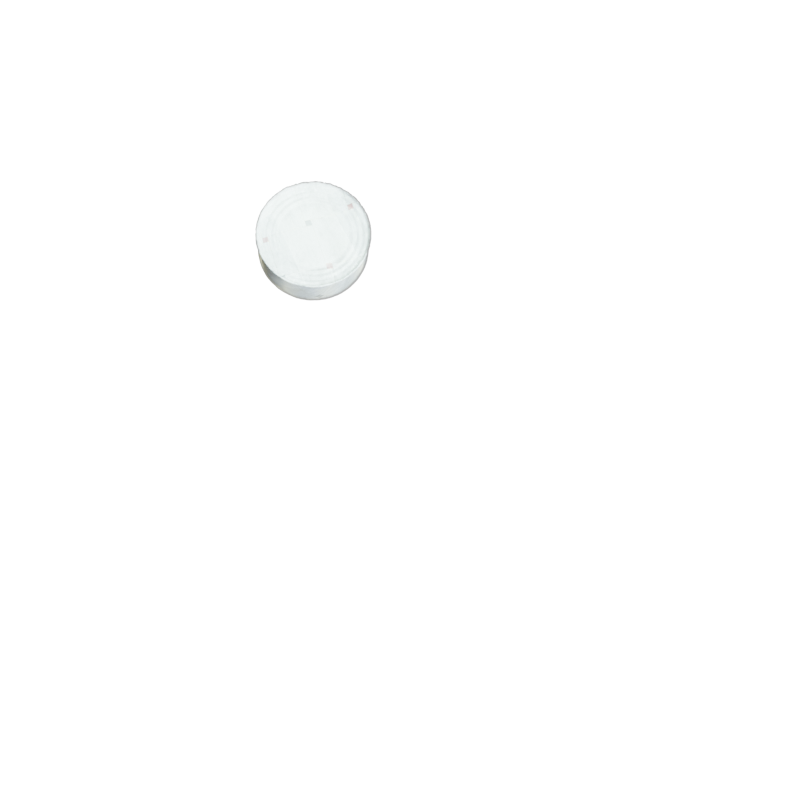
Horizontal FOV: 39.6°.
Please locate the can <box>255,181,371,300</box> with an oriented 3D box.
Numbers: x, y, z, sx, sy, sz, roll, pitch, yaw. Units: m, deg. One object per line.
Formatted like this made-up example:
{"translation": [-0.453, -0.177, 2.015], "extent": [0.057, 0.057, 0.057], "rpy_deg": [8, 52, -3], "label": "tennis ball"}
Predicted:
{"translation": [-0.065, -0.119, 0.834], "extent": [0.086, 0.090, 0.032], "rpy_deg": [-1, -22, -1], "label": "can"}
